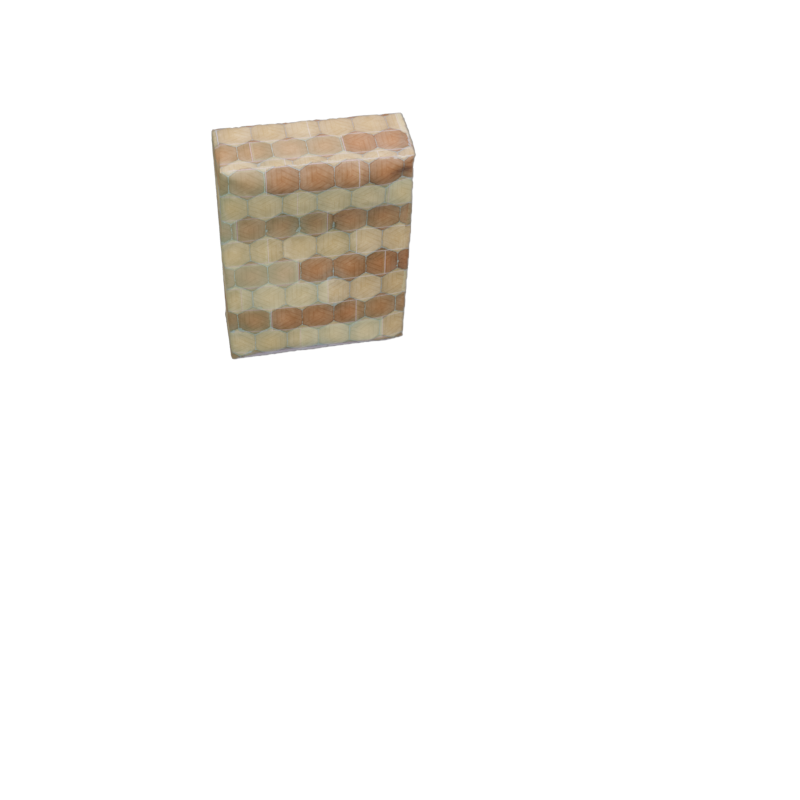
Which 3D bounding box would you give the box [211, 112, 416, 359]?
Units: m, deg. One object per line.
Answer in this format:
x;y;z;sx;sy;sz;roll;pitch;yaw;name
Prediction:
-0.076;-0.138;0.970;0.163;0.199;0.078;-6;45;-9;box
